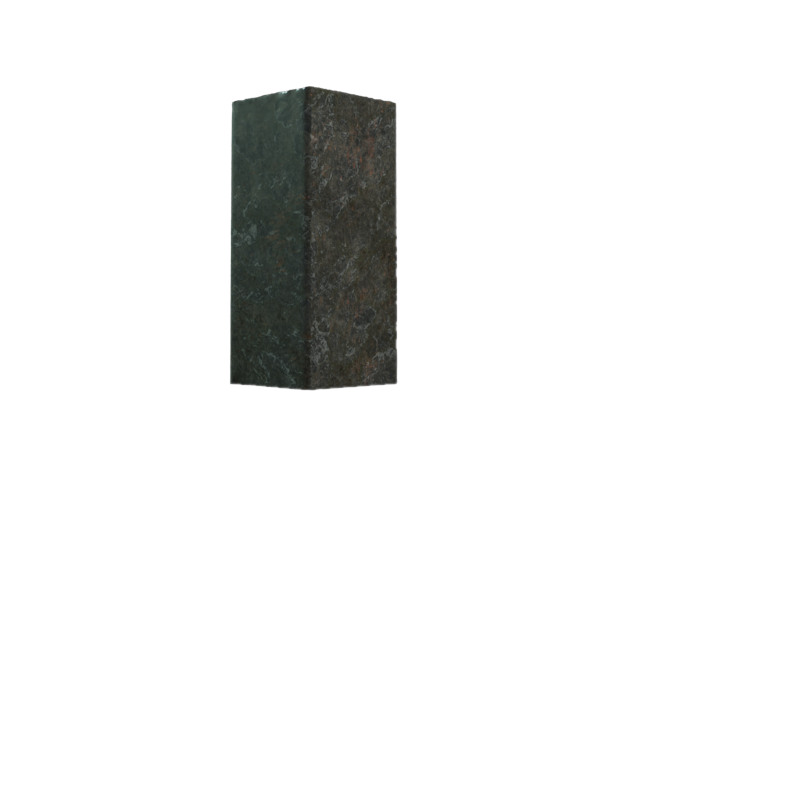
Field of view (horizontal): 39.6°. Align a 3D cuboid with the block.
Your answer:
[{"bbox_3d":[-0.064,-0.115,0.808,0.093,0.208,0.087,-2,-3,44],"label":"block"}]
